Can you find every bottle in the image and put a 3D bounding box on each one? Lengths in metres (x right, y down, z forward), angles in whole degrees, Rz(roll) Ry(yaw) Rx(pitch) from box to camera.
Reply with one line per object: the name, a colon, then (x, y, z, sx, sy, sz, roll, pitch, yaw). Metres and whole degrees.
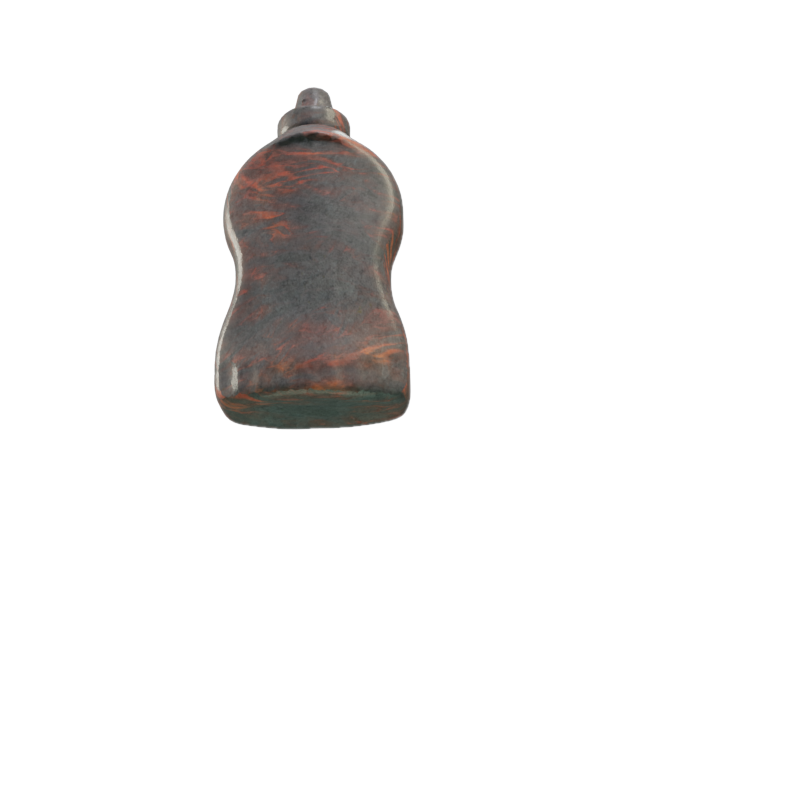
bottle: (-0.046, -0.084, 0.587, 0.097, 0.203, 0.055, -4, -27, 4)
